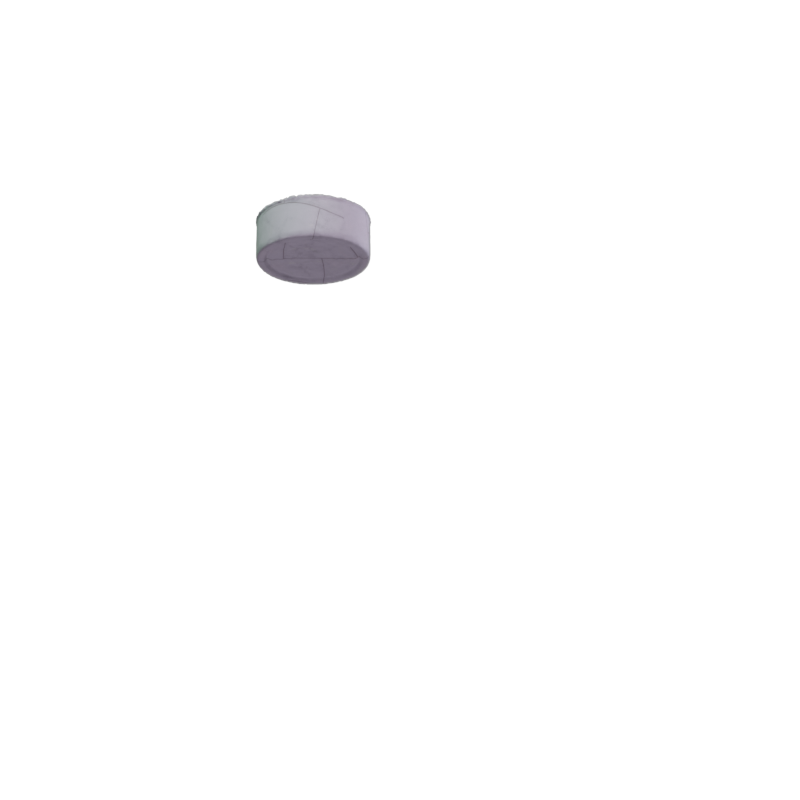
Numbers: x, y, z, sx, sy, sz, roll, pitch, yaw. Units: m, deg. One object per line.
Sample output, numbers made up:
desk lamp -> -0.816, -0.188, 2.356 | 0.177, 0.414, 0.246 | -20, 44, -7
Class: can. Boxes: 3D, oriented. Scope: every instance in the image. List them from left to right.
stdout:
can -> -0.064, -0.117, 0.818 | 0.086, 0.035, 0.082 | 0, -21, -2
